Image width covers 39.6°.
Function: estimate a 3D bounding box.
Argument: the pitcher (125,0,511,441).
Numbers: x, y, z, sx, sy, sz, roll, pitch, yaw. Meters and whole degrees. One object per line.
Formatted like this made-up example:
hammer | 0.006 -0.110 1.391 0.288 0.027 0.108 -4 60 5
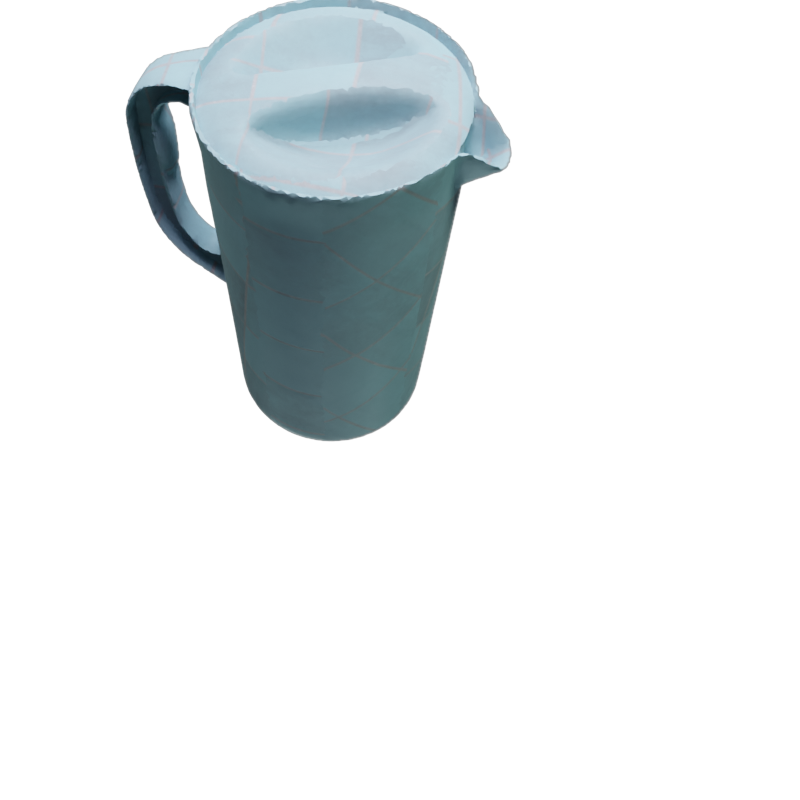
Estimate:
pitcher | -0.046 -0.085 0.593 0.144 0.160 0.227 -24 -30 -18
